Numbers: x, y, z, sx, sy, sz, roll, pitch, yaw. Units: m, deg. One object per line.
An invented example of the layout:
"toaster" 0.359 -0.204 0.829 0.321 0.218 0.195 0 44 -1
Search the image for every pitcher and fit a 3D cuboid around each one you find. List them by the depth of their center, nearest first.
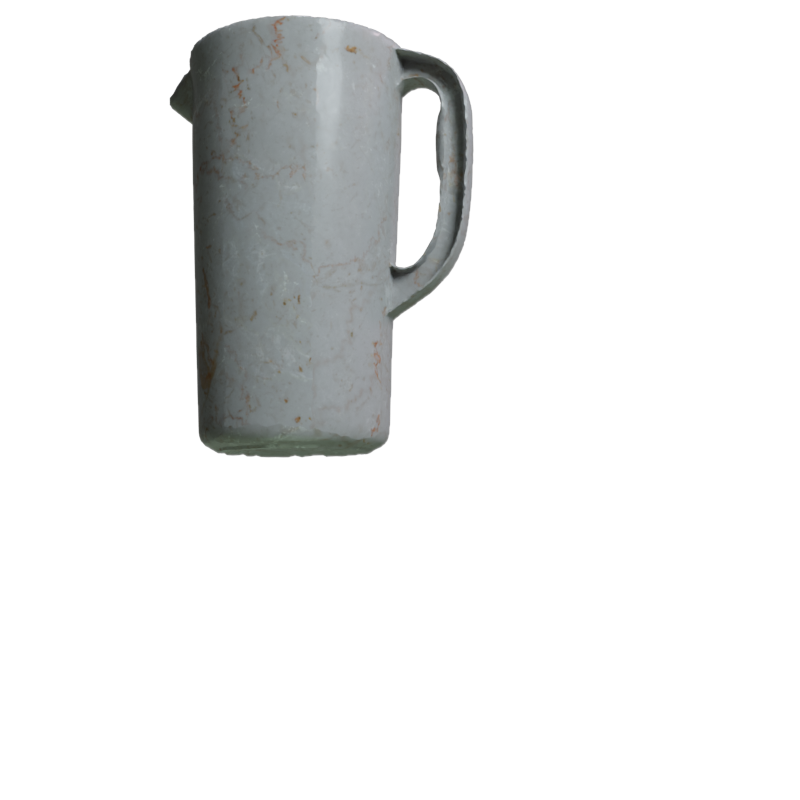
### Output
"pitcher" -0.051 -0.093 0.649 0.139 0.251 0.151 6 -14 -30
